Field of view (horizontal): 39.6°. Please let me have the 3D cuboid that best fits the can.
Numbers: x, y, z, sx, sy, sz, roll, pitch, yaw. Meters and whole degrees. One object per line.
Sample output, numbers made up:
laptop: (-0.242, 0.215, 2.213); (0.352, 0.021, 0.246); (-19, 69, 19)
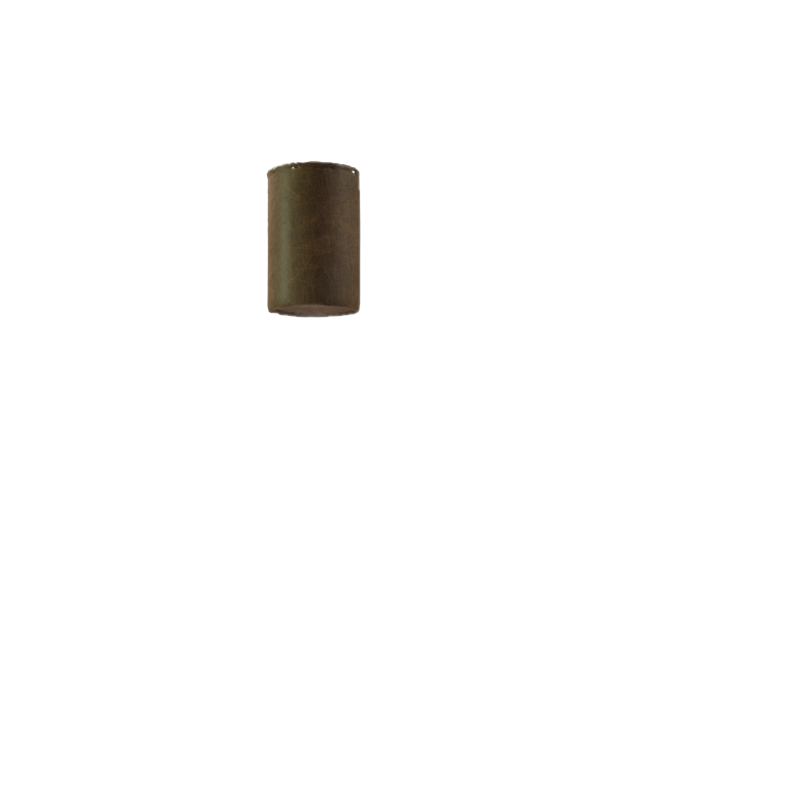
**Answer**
can: (-0.062, -0.114, 0.796); (0.068, 0.105, 0.067); (0, -8, -2)
